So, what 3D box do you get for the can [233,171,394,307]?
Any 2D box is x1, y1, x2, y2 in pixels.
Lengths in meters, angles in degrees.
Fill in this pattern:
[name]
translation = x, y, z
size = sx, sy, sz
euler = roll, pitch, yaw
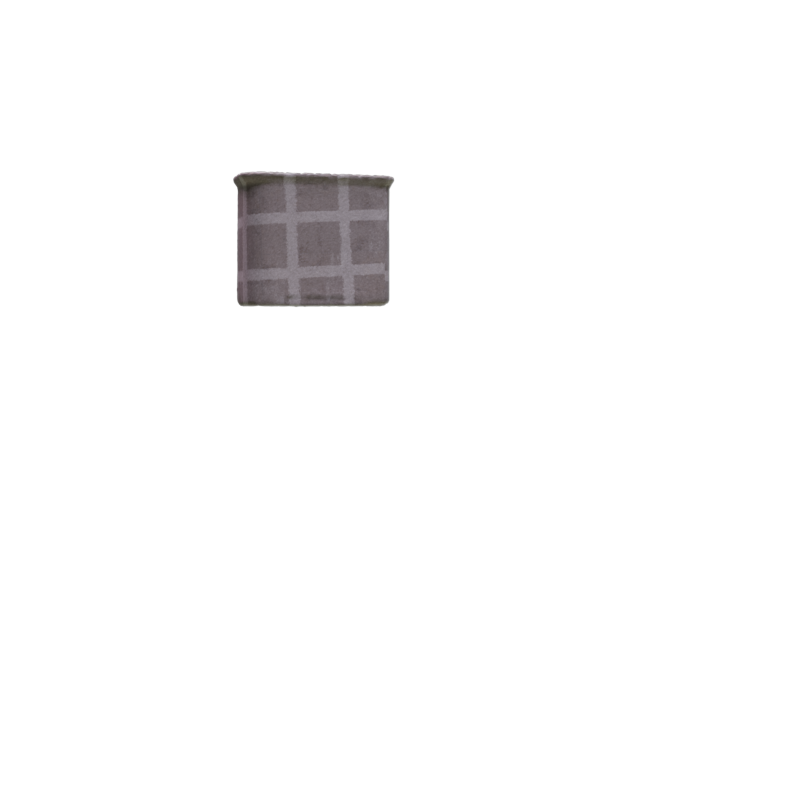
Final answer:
[can]
translation = -0.056, -0.102, 0.716
size = 0.100, 0.084, 0.058
euler = 0, 0, -15
